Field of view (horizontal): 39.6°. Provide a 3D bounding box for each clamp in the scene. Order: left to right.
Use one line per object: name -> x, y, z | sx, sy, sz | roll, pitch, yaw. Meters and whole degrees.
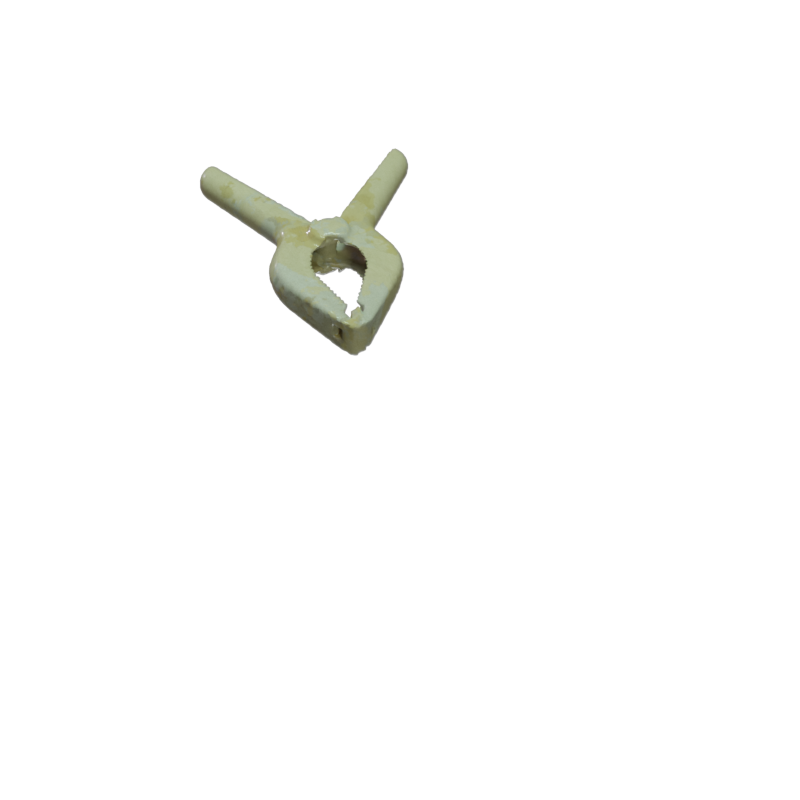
clamp -> -0.063, -0.115, 0.807 | 0.164, 0.034, 0.226 | -4, 44, -5
